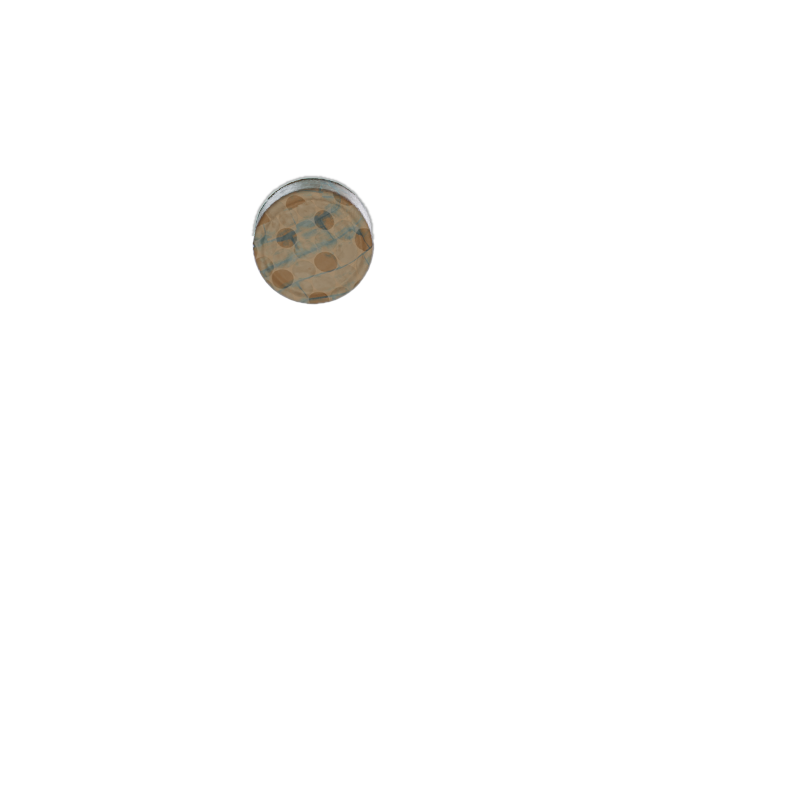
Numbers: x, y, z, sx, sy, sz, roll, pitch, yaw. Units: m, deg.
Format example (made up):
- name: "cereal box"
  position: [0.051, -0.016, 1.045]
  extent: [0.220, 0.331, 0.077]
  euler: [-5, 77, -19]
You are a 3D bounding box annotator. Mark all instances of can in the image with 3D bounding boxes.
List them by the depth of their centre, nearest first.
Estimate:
- name: "can"
  position: [-0.061, -0.112, 0.782]
  extent: [0.086, 0.082, 0.035]
  euler: [0, 19, -1]
